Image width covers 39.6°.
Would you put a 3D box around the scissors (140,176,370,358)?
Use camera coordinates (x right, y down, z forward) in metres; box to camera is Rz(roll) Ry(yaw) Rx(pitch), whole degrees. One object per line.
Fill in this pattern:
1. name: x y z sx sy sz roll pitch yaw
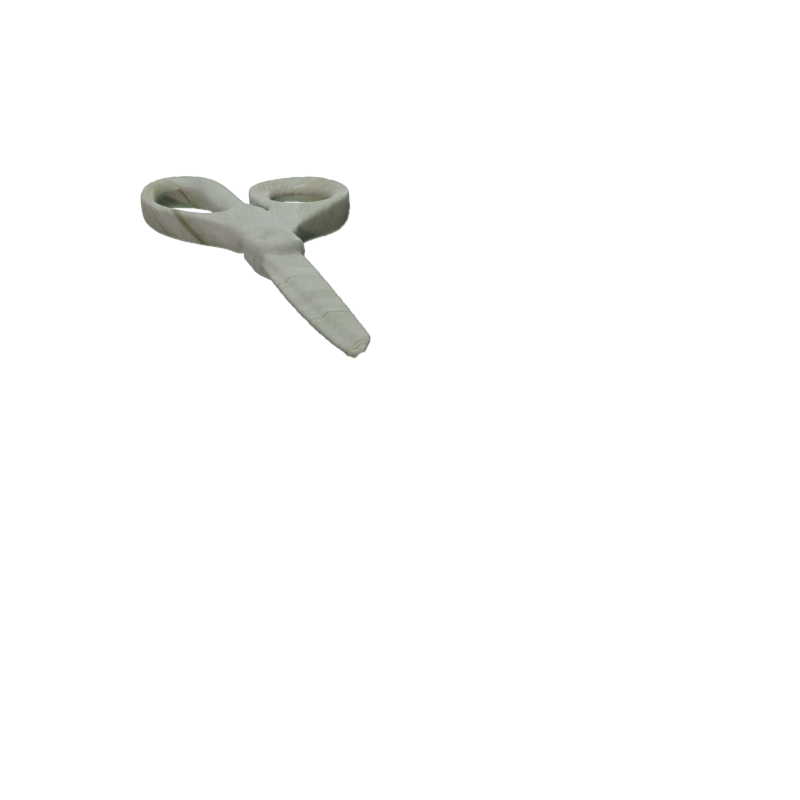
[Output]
1. scissors: -0.032 -0.059 0.414 0.094 0.015 0.215 -15 28 -30
